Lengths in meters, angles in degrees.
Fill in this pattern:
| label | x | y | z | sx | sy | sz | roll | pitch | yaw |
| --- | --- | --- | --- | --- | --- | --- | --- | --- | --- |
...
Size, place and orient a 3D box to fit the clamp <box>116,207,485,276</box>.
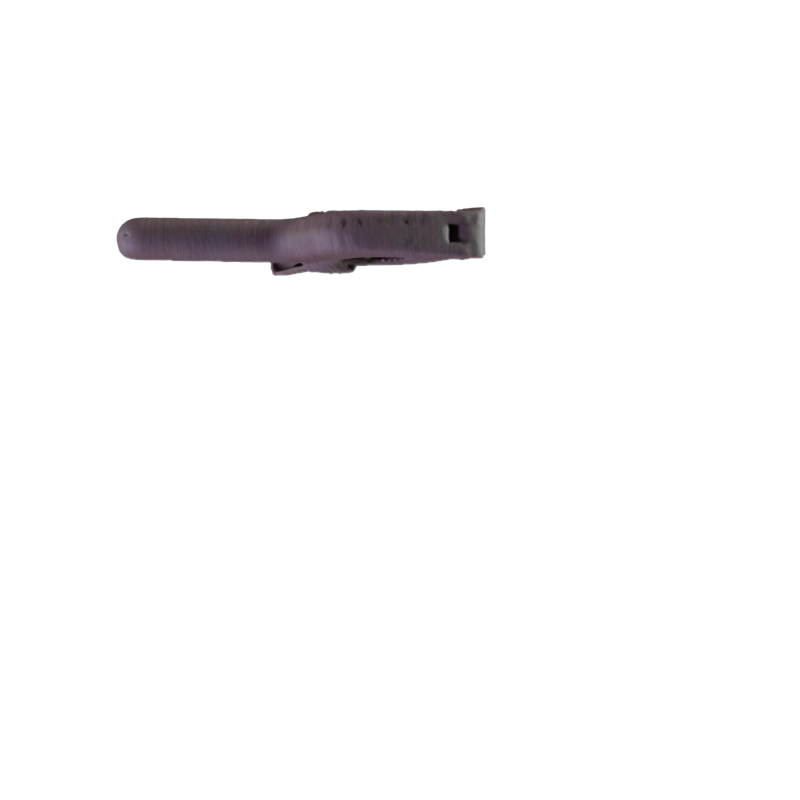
| label | x | y | z | sx | sy | sz | roll | pitch | yaw |
| --- | --- | --- | --- | --- | --- | --- | --- | --- | --- |
| clamp | -0.051 | -0.094 | 0.657 | 0.218 | 0.036 | 0.158 | 2 | 3 | 39 |
